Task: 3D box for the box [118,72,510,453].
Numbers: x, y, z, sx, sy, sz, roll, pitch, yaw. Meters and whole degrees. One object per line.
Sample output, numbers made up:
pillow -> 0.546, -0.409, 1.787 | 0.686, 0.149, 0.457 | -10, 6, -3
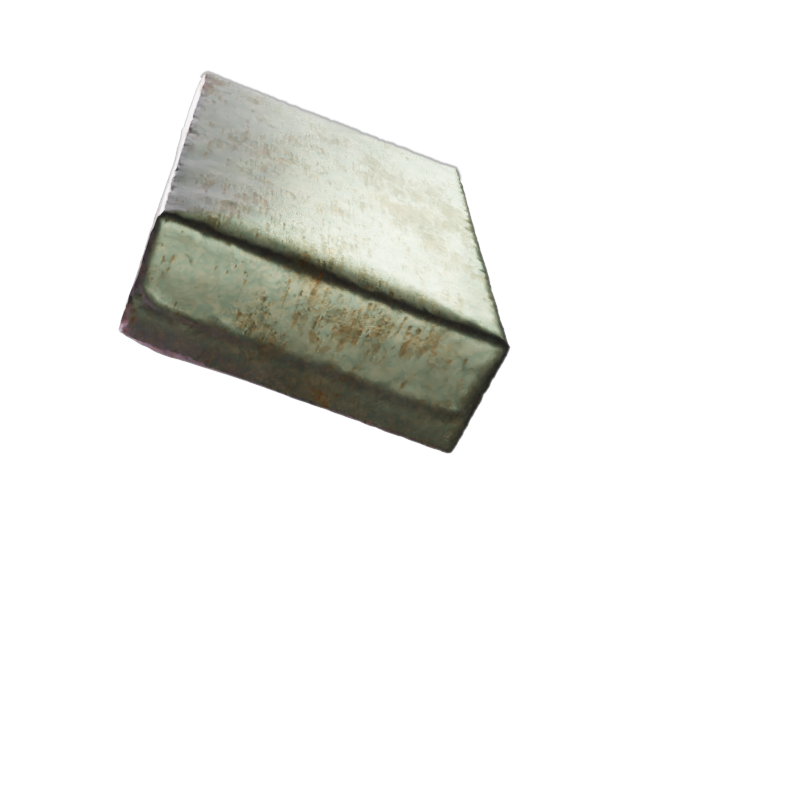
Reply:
box -> -0.045, -0.082, 0.572 | 0.160, 0.069, 0.227 | 18, 27, -13
